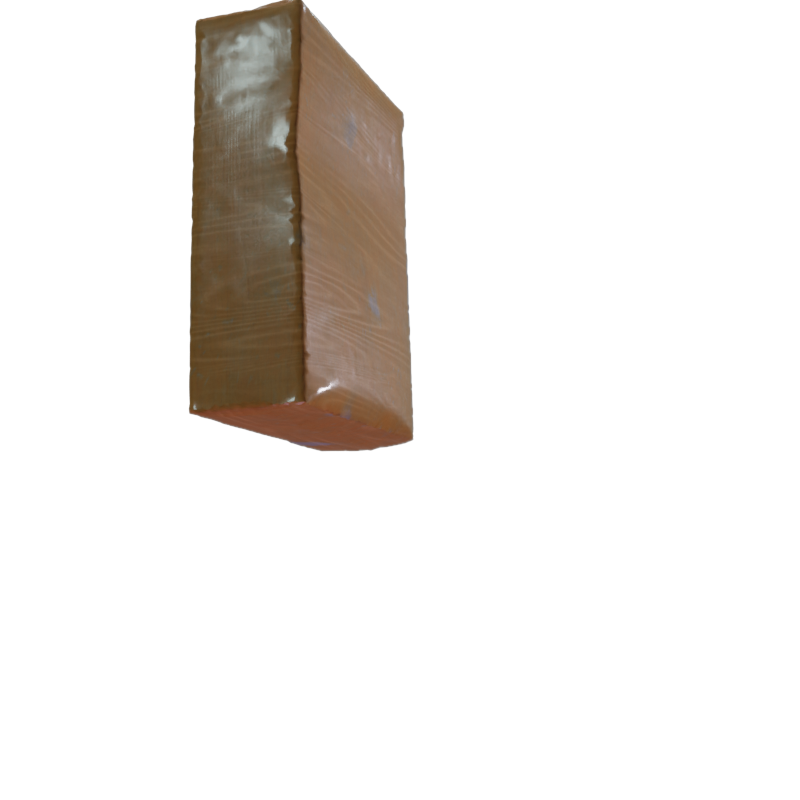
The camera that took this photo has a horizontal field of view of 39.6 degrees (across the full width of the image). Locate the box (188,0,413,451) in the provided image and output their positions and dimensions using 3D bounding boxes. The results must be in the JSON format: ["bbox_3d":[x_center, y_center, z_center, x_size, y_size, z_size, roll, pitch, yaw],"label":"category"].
[{"bbox_3d":[-0.048,-0.088,0.616,0.073,0.222,0.155,-7,-16,20],"label":"box"}]
